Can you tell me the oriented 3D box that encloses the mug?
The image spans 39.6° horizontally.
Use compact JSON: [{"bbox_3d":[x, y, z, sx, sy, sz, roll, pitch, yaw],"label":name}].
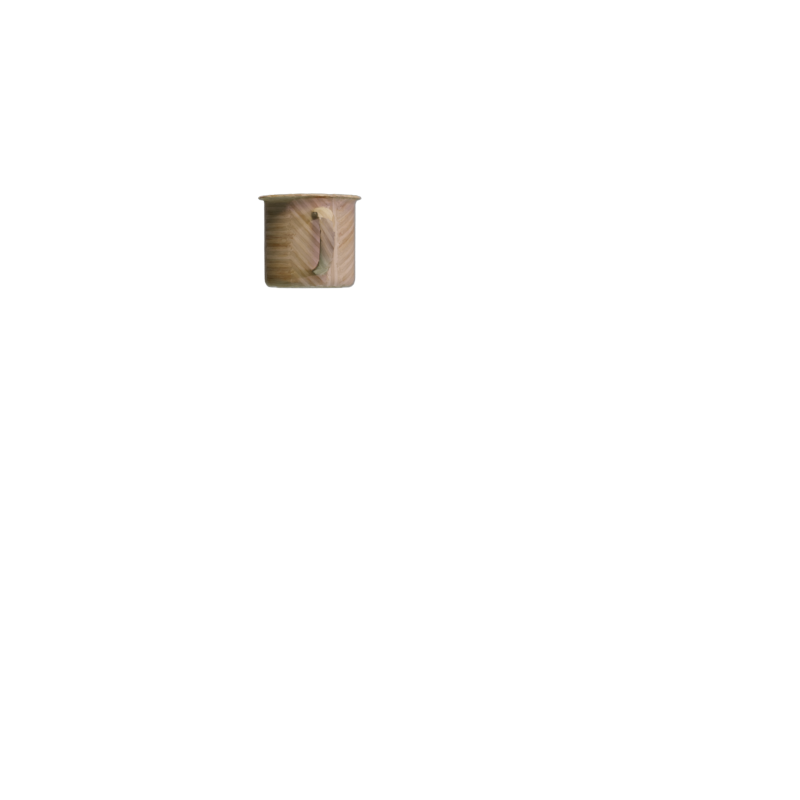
[{"bbox_3d":[-0.077,-0.140,0.980,0.091,0.081,0.120,-1,4,-18],"label":"mug"}]
